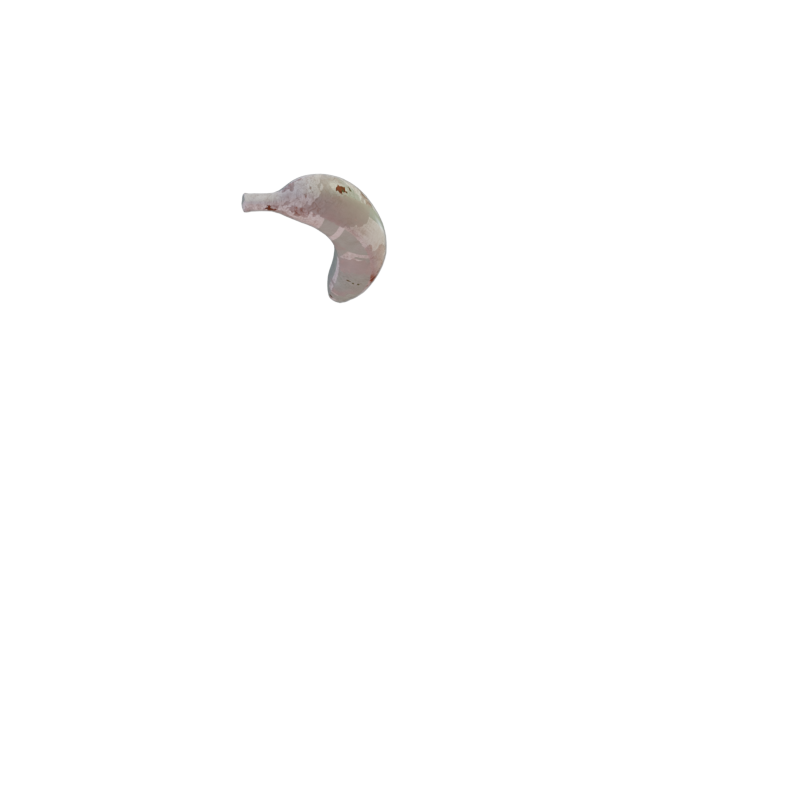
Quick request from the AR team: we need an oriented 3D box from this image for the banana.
[{"bbox_3d":[-0.044,-0.113,0.767,0.071,0.038,0.186,-5,-17,15],"label":"banana"}]
